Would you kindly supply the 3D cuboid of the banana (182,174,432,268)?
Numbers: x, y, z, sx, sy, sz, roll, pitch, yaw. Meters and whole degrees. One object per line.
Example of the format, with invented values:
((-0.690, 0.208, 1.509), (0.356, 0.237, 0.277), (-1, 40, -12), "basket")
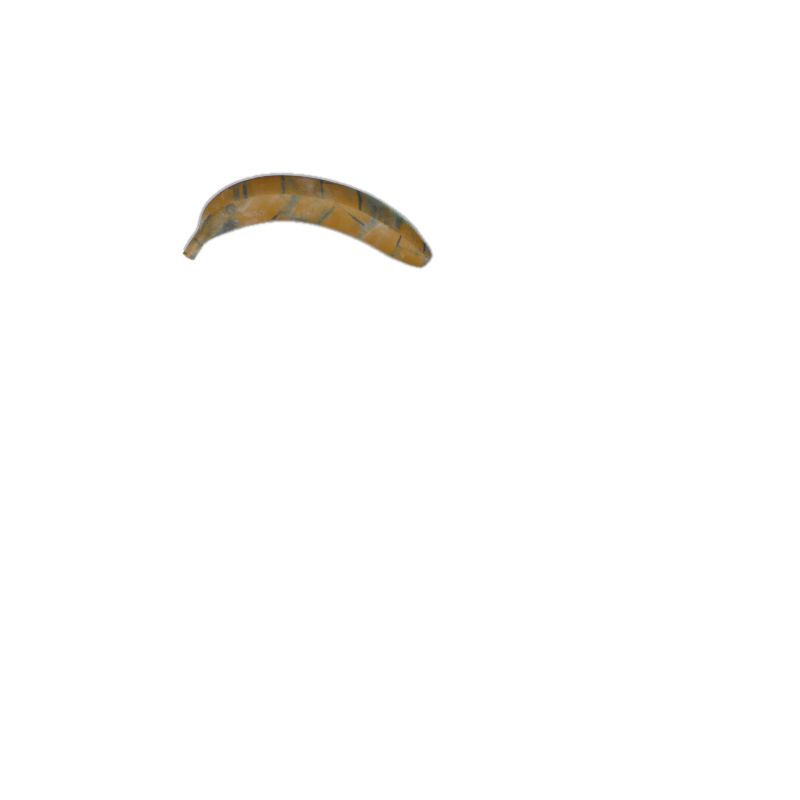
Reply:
((-0.072, -0.144, 0.880), (0.197, 0.067, 0.038), (2, 17, -1), "banana")
